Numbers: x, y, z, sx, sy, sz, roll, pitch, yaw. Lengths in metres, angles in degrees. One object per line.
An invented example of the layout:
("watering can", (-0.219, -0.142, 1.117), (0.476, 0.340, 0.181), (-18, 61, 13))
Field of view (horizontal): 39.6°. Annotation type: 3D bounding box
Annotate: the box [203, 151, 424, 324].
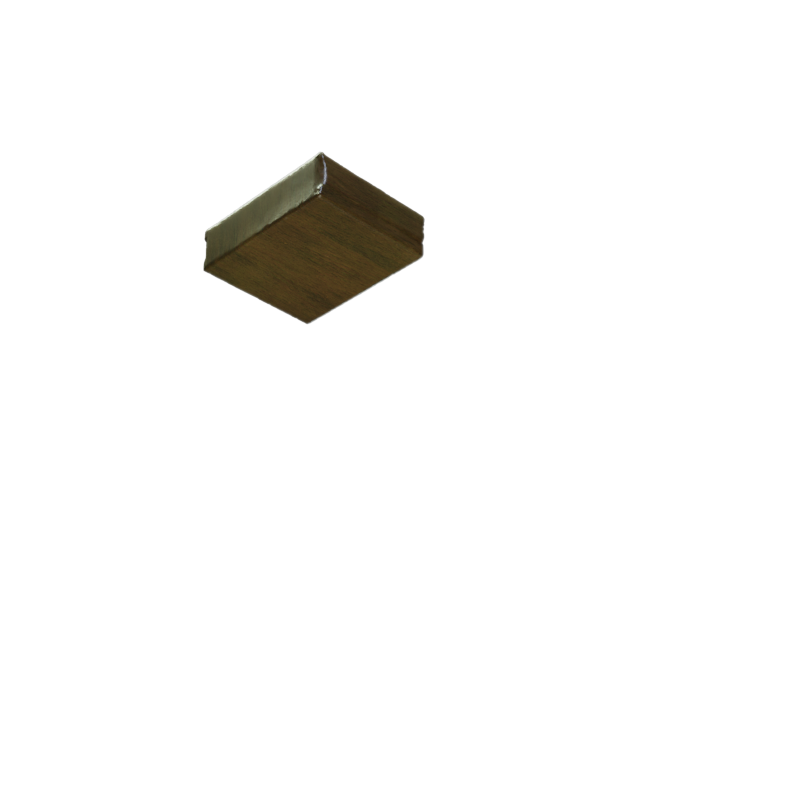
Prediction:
("box", (-0.044, -0.080, 0.559), (0.089, 0.032, 0.068), (-28, -41, 37))
